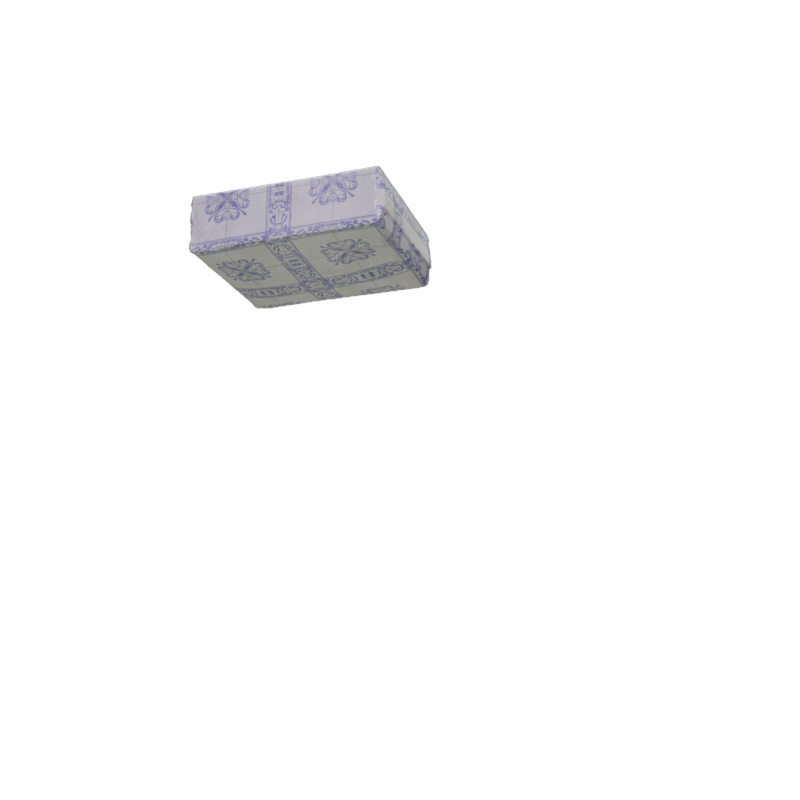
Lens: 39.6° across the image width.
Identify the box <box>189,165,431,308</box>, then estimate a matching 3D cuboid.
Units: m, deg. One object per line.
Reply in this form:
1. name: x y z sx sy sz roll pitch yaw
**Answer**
1. box: -0.049 -0.089 0.622 0.115 0.041 0.084 -7 -22 18
